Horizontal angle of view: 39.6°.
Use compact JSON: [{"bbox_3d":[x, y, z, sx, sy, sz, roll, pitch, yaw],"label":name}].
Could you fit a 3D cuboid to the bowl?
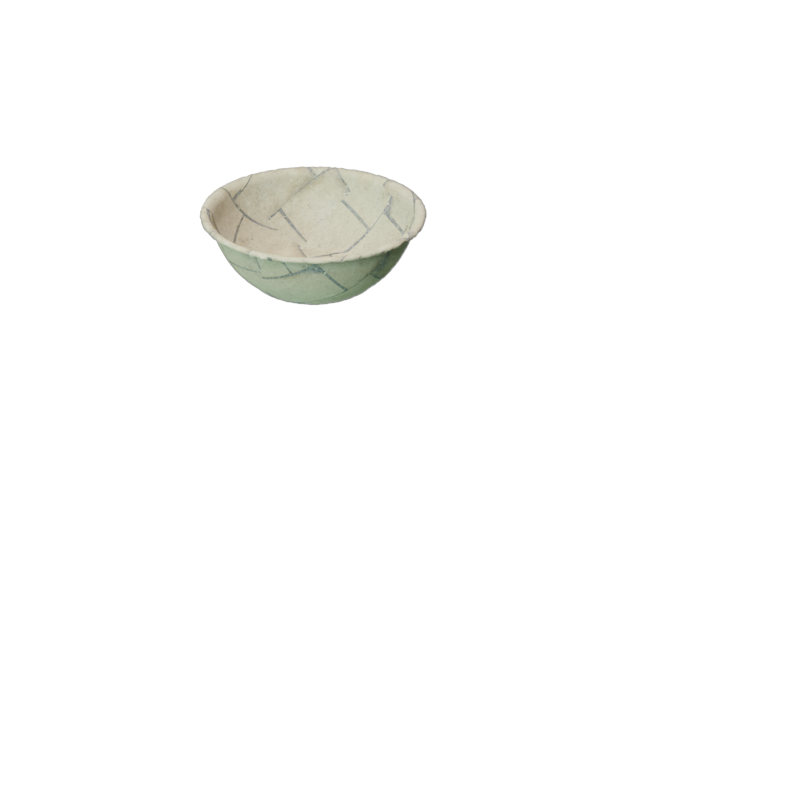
[{"bbox_3d":[-0.063,-0.115,0.803,0.162,0.052,0.172,-1,33,-2],"label":"bowl"}]
